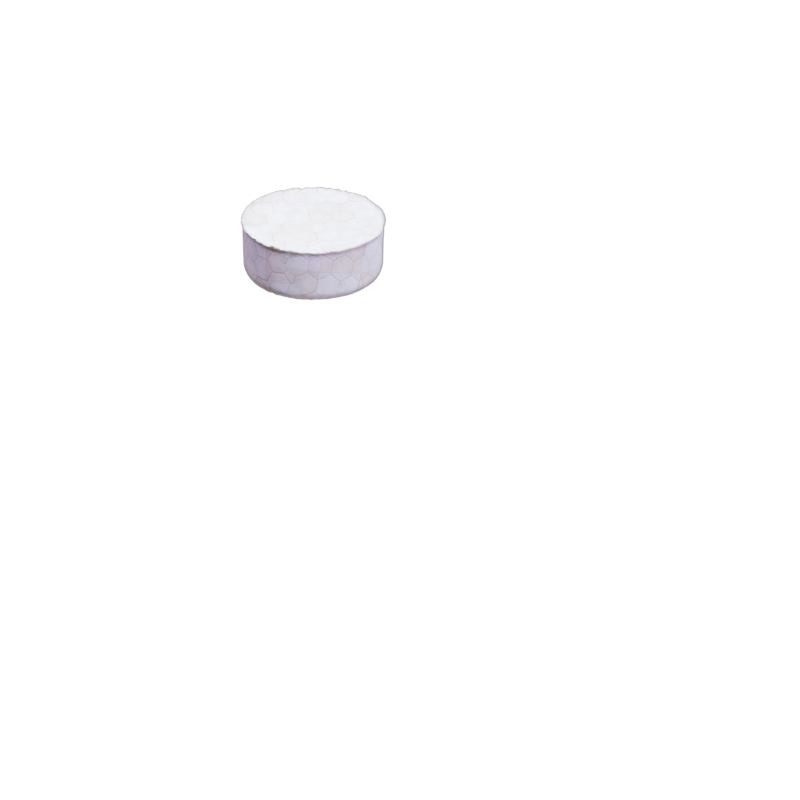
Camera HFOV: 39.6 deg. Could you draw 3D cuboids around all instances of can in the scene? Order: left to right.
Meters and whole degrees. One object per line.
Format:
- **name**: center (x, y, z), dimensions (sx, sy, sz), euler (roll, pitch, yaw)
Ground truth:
- **can**: center (-0.052, -0.095, 0.664), dimensions (0.086, 0.031, 0.091), euler (-1, 33, -2)
